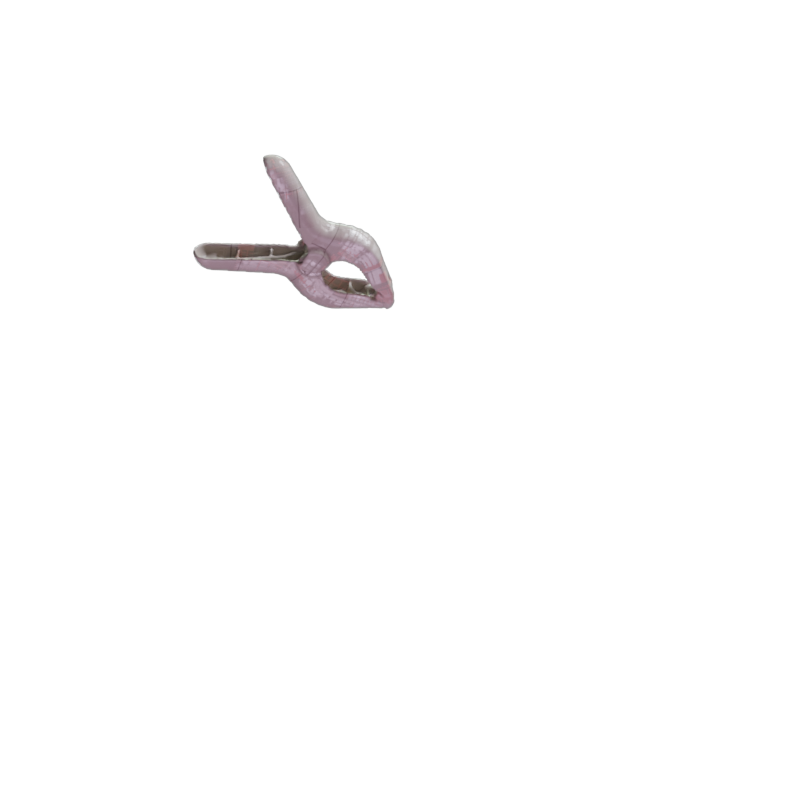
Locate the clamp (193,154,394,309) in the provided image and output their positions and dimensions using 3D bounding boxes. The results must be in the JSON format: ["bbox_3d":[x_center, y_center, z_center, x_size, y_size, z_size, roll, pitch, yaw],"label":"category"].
[{"bbox_3d":[-0.071,-0.130,0.913,0.166,0.042,0.116,19,-48,-19],"label":"clamp"}]
